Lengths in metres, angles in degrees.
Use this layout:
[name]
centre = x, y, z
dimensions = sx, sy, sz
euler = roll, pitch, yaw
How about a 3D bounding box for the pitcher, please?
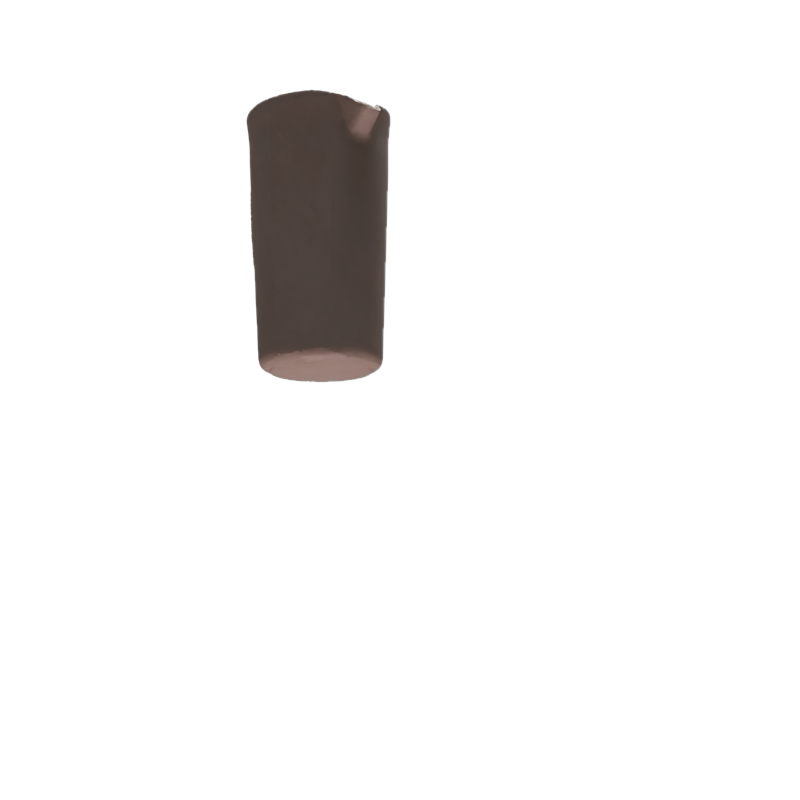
[pitcher]
centre = -0.078, -0.143, 0.998
dimensions = 0.146, 0.253, 0.142
euler = -3, -15, 7
